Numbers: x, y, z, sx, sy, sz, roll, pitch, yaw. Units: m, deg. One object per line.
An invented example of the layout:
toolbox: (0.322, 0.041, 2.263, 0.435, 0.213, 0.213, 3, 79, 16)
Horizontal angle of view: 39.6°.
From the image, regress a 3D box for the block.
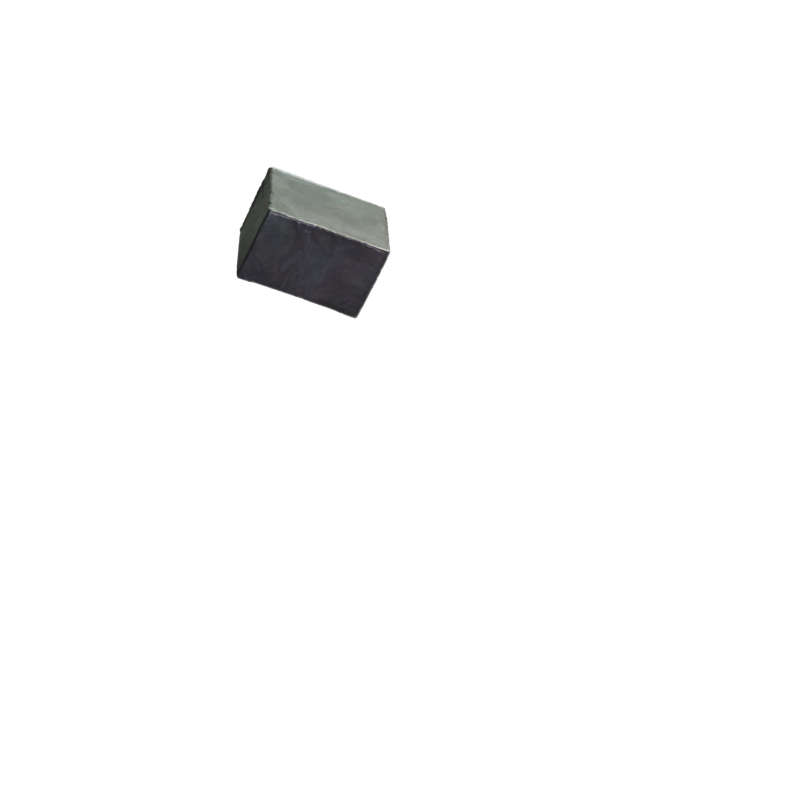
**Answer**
block: (-0.051, -0.094, 0.656, 0.076, 0.051, 0.055, 19, 33, -15)
